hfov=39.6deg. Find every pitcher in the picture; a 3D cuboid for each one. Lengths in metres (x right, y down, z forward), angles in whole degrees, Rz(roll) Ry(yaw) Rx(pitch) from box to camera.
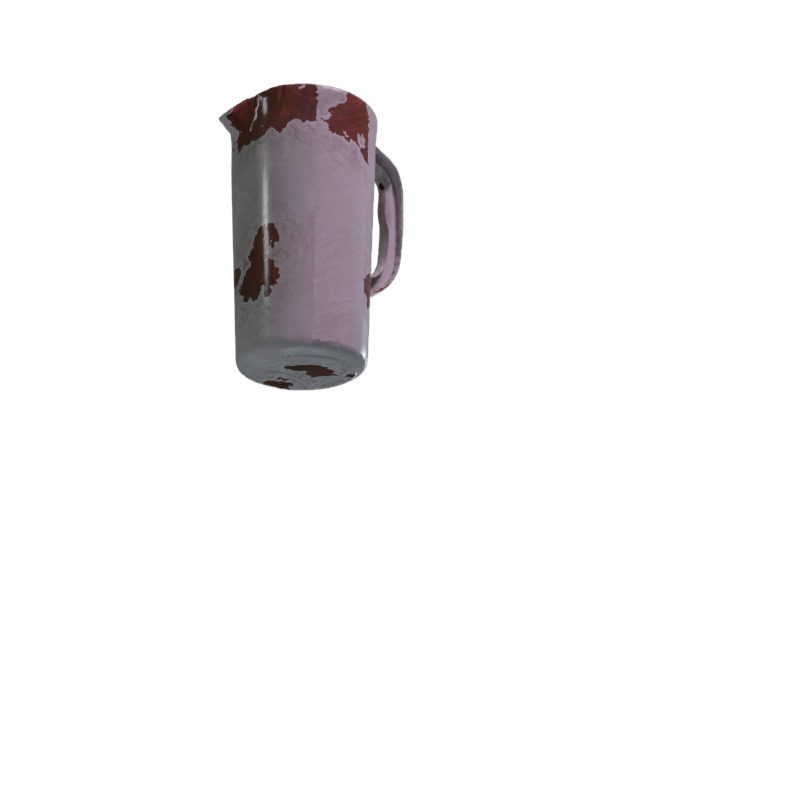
[{"bbox_3d":[-0.075,-0.136,0.953,0.150,0.256,0.136,-4,-22,6],"label":"pitcher"}]
